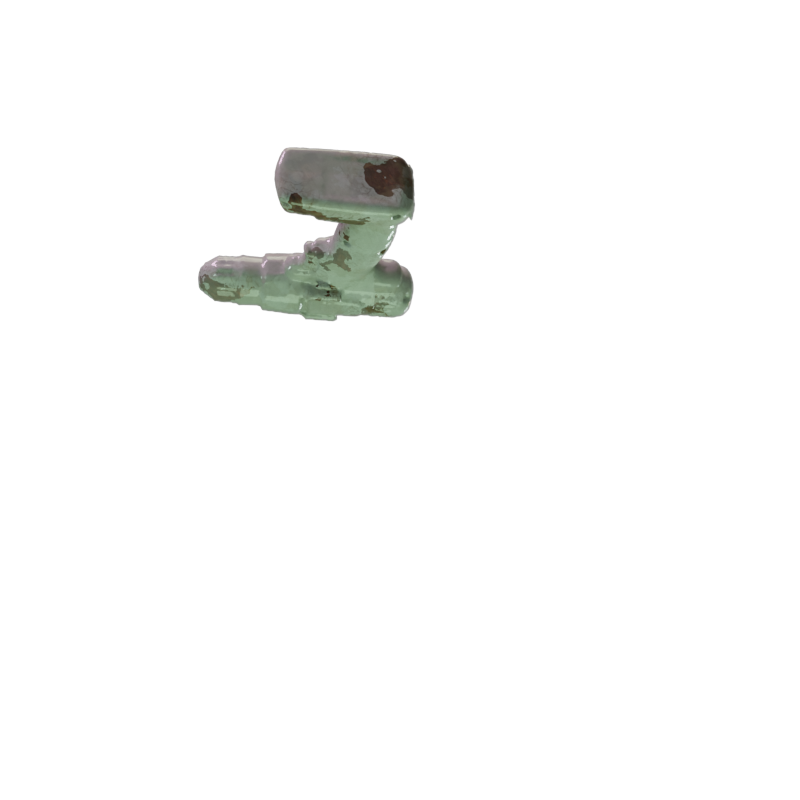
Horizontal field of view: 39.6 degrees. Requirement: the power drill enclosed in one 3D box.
[{"bbox_3d":[-0.070,-0.128,0.896,0.183,0.061,0.178,3,-25,-7],"label":"power drill"}]
